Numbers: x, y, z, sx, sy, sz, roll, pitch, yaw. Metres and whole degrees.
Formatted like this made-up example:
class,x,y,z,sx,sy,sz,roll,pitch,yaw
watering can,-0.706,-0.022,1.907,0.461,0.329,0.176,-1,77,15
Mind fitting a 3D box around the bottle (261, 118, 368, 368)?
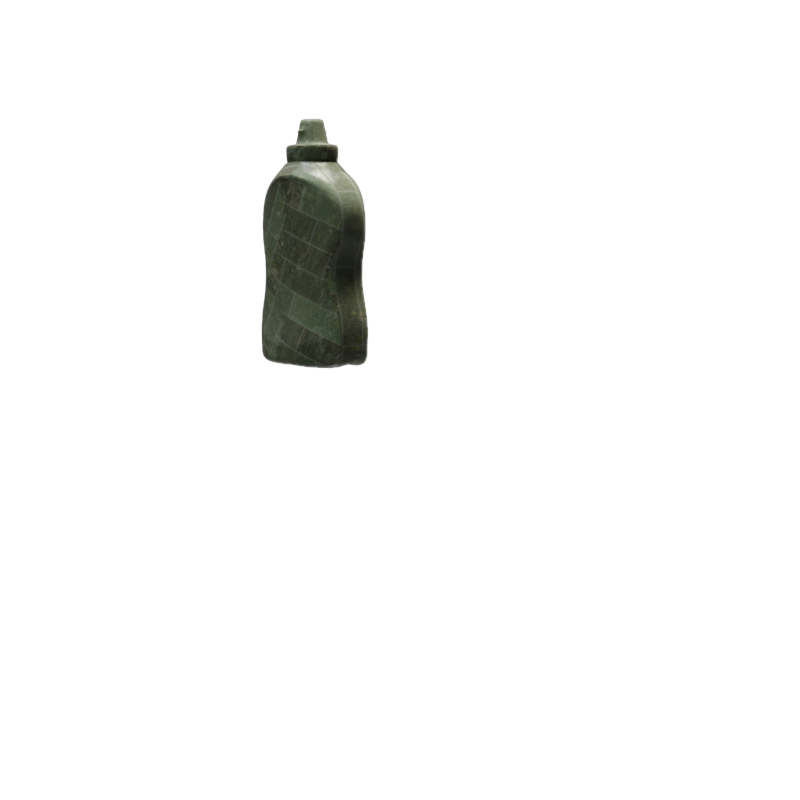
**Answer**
class,x,y,z,sx,sy,sz,roll,pitch,yaw
bottle,-0.069,-0.124,0.871,0.056,0.191,0.100,-1,2,-42
